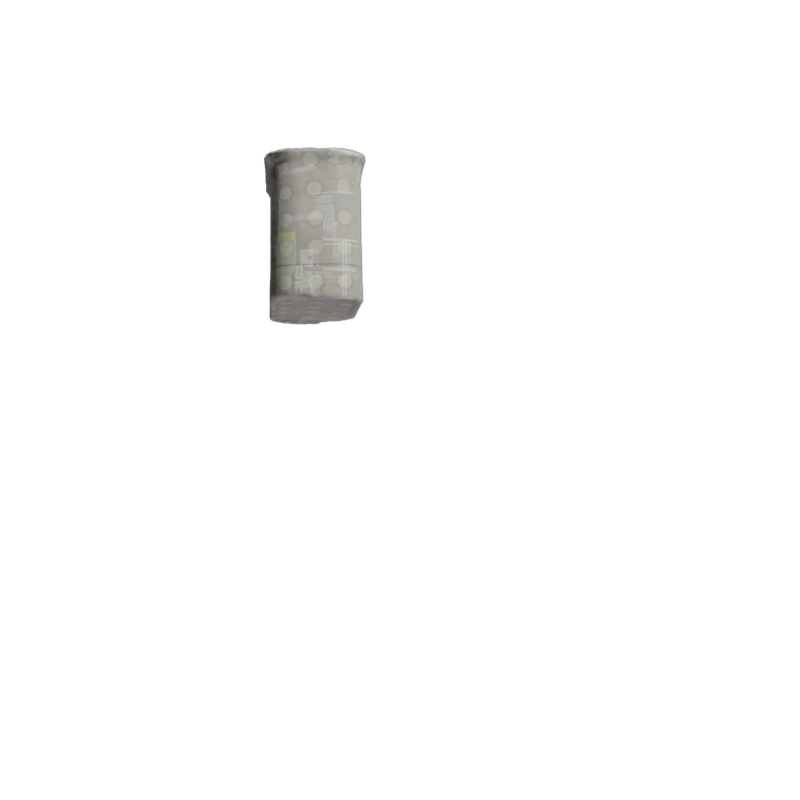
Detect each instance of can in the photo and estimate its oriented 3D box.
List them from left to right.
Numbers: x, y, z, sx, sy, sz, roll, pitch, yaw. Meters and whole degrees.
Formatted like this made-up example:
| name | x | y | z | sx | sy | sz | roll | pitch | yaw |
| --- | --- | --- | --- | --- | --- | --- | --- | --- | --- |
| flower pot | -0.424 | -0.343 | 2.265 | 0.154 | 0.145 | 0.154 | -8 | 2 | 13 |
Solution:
| name | x | y | z | sx | sy | sz | roll | pitch | yaw |
| --- | --- | --- | --- | --- | --- | --- | --- | --- | --- |
| can | -0.050 | -0.092 | 0.644 | 0.057 | 0.086 | 0.100 | 0 | -8 | -5 |
